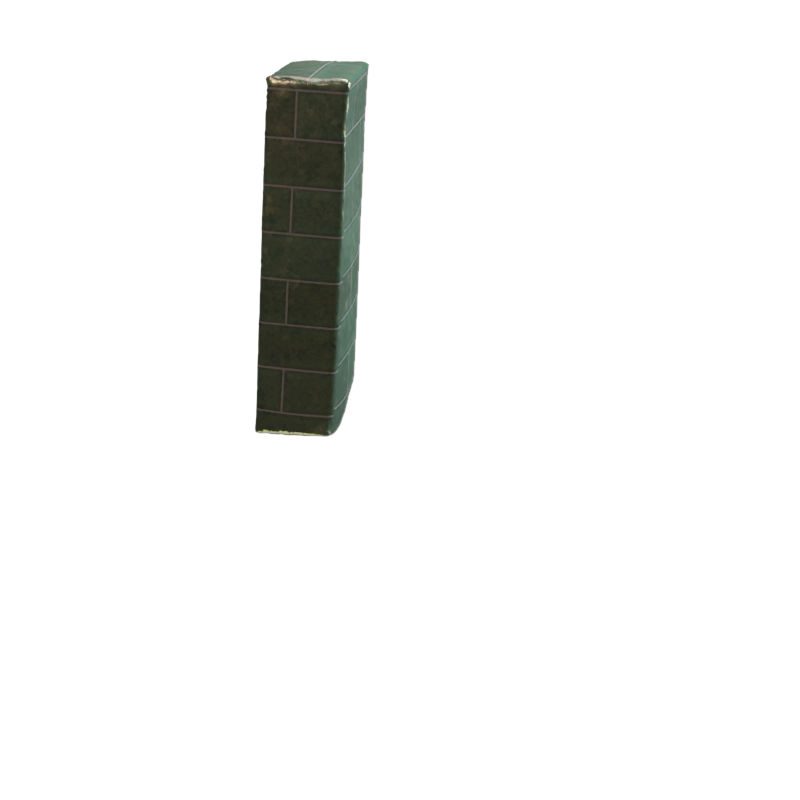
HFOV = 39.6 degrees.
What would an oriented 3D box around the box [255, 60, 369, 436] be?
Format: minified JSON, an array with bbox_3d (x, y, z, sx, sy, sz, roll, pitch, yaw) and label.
[{"bbox_3d":[-0.044,-0.080,0.561,0.048,0.170,0.096,2,16,4],"label":"box"}]
